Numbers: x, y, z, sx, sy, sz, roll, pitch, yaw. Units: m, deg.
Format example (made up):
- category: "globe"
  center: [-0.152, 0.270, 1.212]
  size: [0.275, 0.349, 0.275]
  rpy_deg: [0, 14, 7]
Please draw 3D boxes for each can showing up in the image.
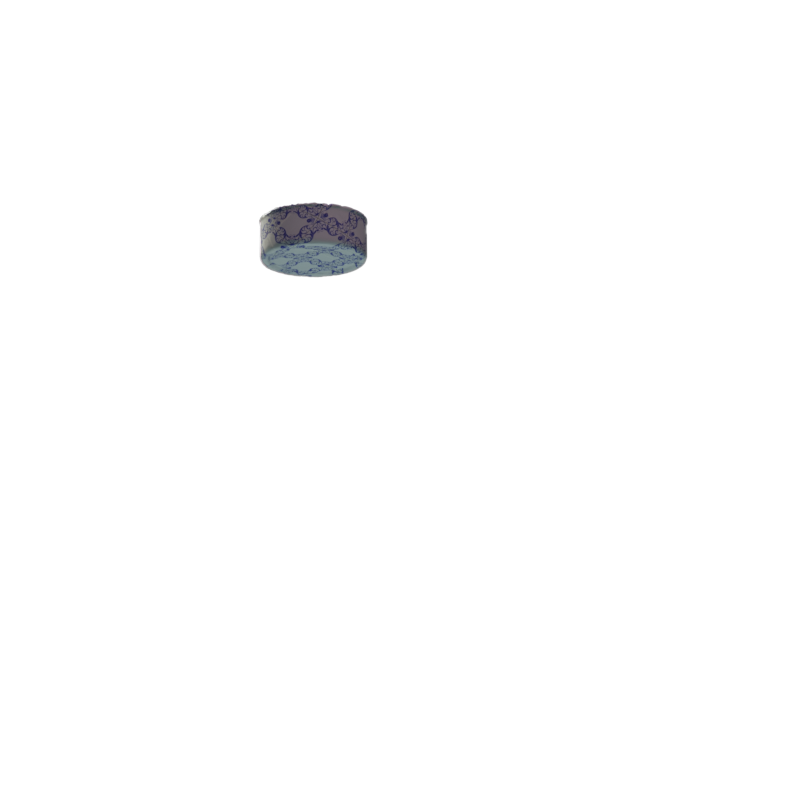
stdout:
- category: "can"
  center: [-0.068, -0.124, 0.871]
  size: [0.086, 0.035, 0.083]
  rpy_deg: [0, -13, -2]
